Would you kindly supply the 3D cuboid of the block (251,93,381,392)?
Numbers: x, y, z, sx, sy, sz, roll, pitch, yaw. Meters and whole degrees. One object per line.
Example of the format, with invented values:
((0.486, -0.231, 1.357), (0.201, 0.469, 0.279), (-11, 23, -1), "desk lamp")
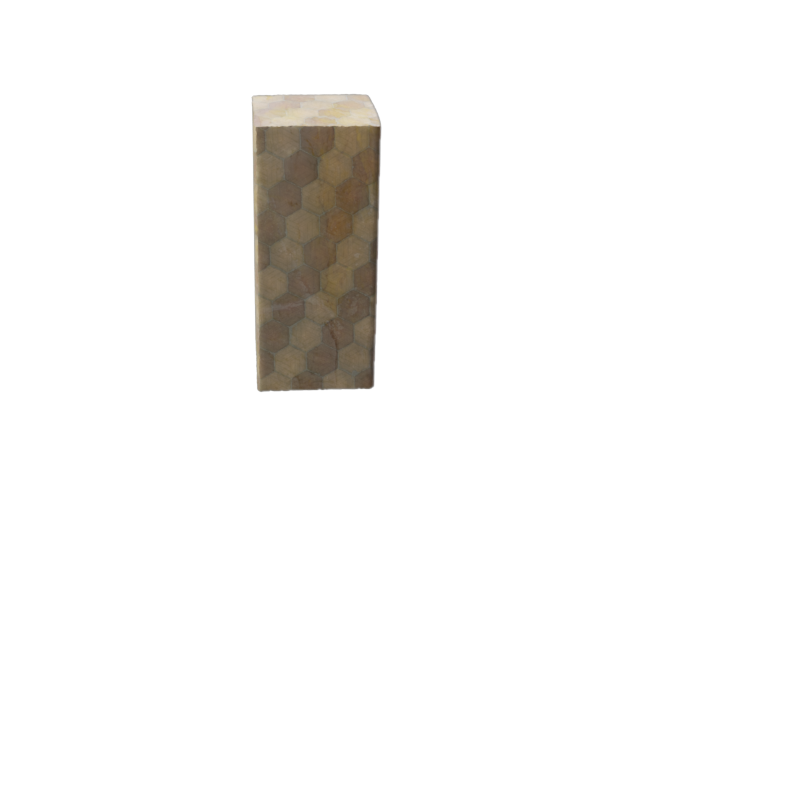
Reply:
((-0.065, -0.120, 0.836), (0.090, 0.196, 0.095), (-1, 24, -6), "block")
